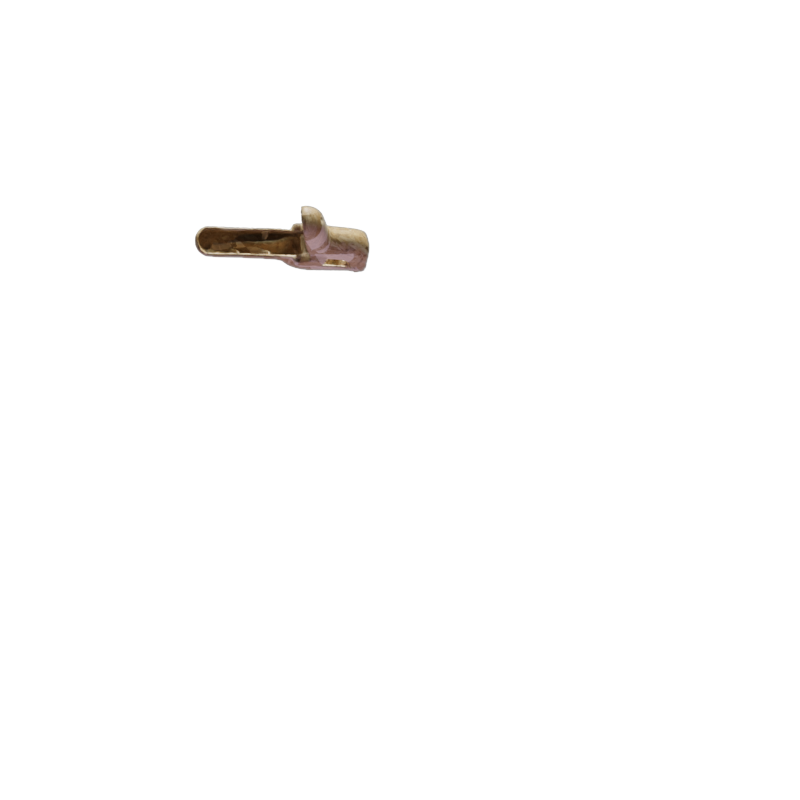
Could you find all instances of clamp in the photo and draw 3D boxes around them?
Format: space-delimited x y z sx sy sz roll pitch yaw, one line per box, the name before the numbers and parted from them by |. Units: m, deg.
clamp | -0.073 -0.133 0.931 0.124 0.039 0.164 1 2 41
